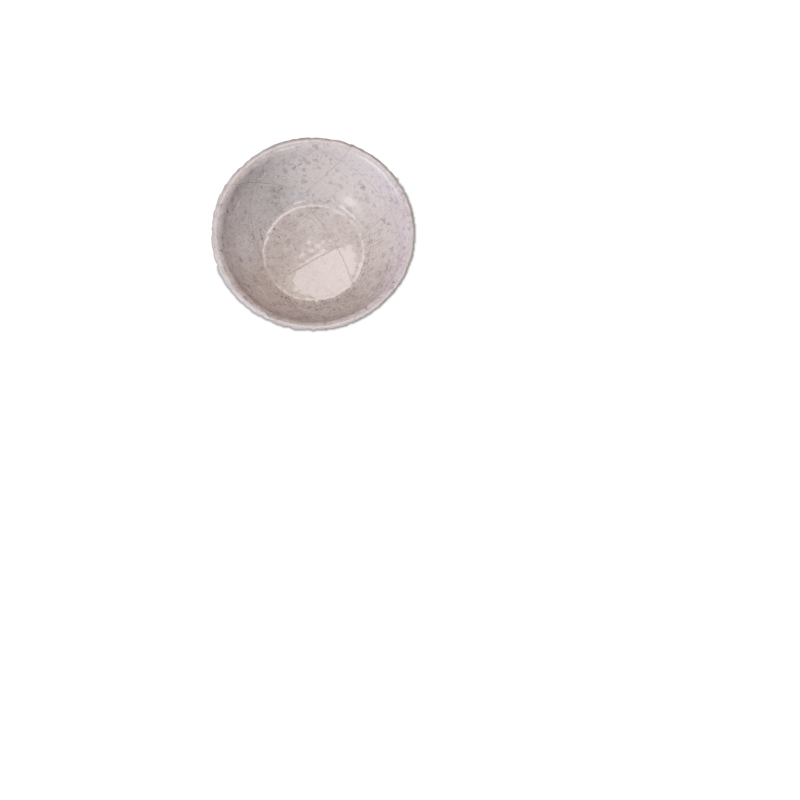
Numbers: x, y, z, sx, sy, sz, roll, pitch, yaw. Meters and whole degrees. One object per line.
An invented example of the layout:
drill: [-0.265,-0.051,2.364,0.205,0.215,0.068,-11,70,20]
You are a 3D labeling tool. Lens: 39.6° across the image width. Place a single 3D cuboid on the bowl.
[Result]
bowl: [-0.070,-0.128,0.898,0.162,0.169,0.053,-1,-18,-1]
